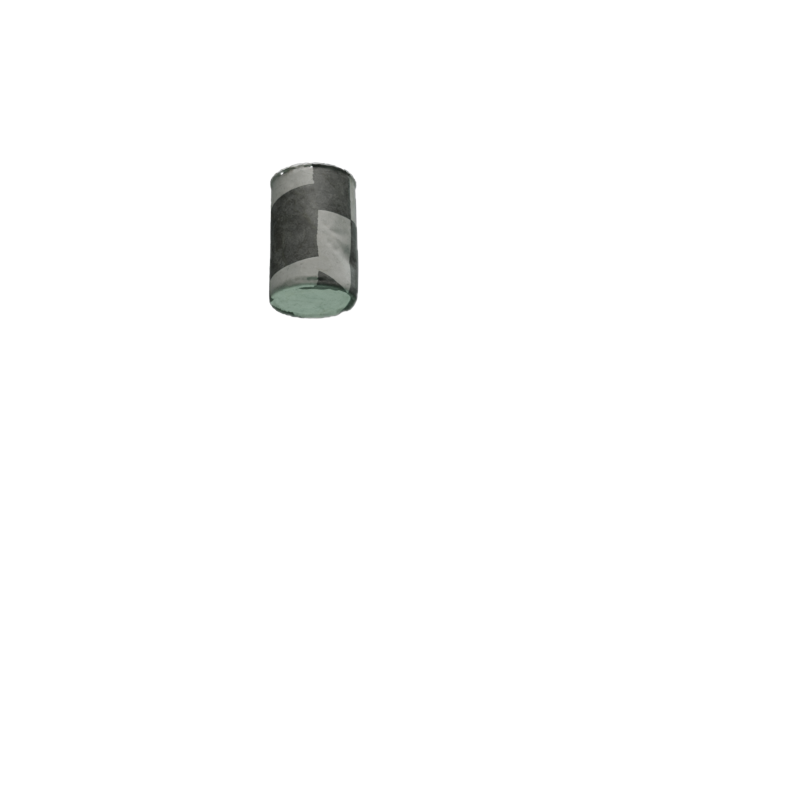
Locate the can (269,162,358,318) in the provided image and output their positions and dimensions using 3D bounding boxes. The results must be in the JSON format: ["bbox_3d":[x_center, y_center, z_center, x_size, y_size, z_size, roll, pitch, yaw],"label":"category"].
[{"bbox_3d":[-0.067,-0.121,0.850,0.068,0.108,0.065,0,-23,-2],"label":"can"}]
